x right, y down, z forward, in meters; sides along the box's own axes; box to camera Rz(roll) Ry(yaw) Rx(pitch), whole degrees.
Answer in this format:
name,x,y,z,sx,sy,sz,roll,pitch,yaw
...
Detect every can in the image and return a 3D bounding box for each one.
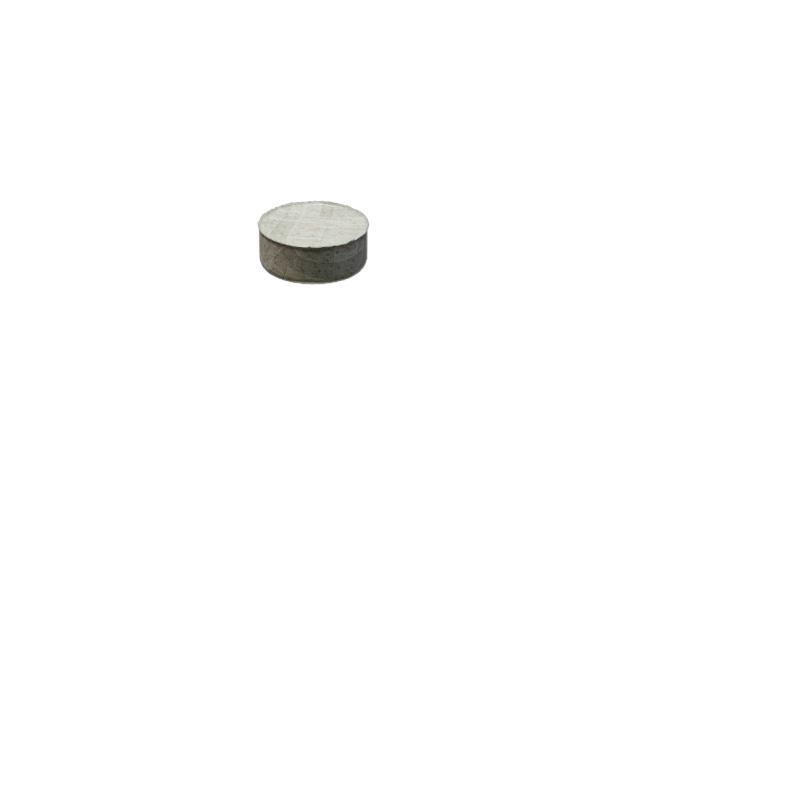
name,x,y,z,sx,sy,sz,roll,pitch,yaw
can,-0.067,-0.123,0.860,0.086,0.032,0.091,-1,31,-2
